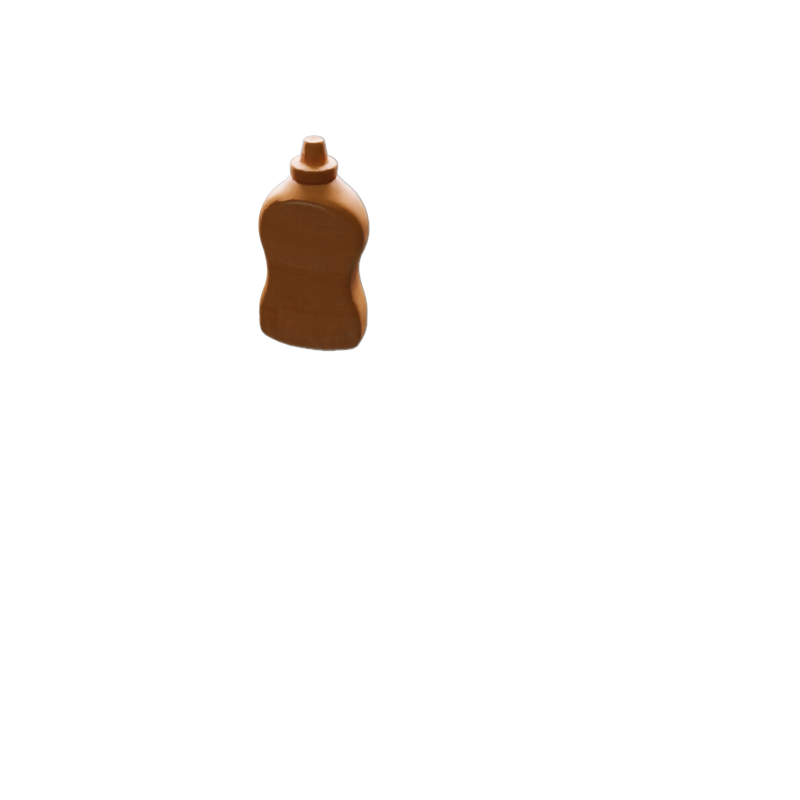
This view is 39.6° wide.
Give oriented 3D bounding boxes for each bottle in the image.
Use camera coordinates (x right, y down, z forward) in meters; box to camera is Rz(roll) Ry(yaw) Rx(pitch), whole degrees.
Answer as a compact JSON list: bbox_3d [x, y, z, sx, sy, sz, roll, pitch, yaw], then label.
[{"bbox_3d":[-0.076,-0.138,0.967,0.099,0.181,0.060,11,30,15],"label":"bottle"}]
